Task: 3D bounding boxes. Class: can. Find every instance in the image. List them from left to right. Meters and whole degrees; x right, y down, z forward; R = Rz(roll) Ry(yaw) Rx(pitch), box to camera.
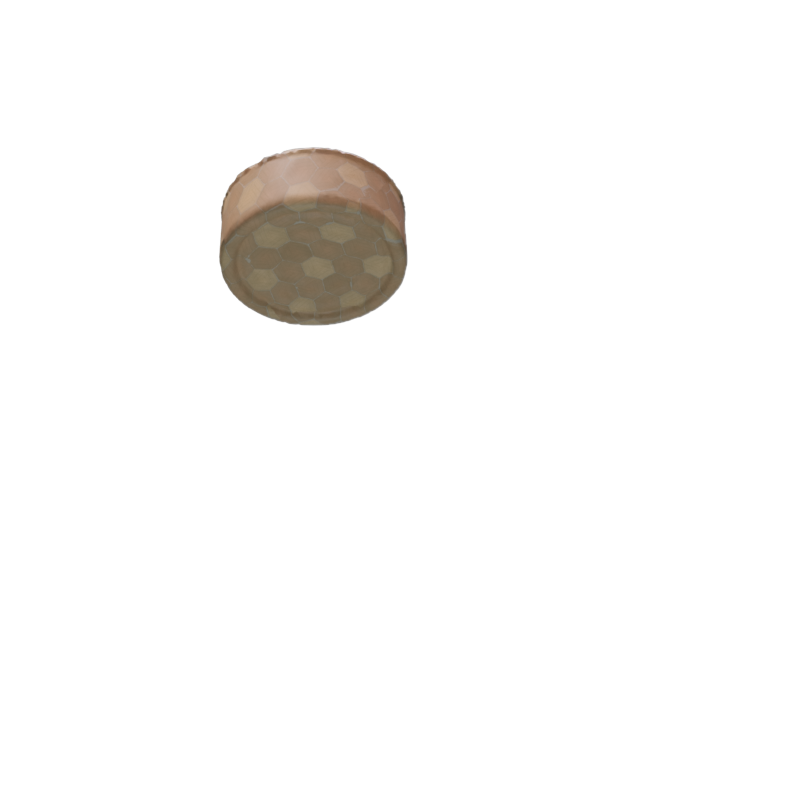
[{"bbox_3d":[-0.039,-0.072,0.504,0.086,0.036,0.080,1,-39,-2],"label":"can"}]
